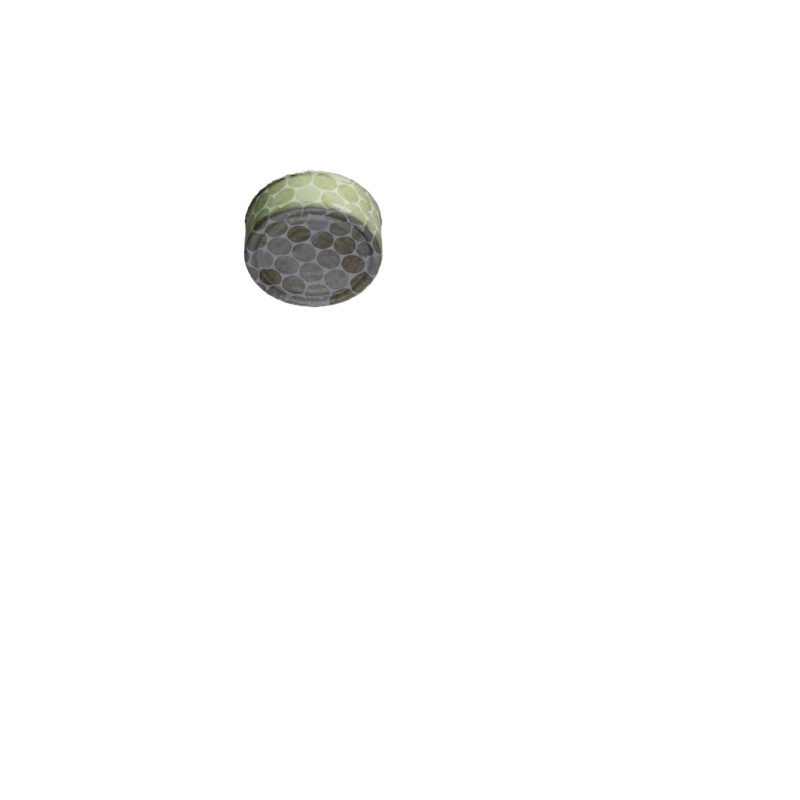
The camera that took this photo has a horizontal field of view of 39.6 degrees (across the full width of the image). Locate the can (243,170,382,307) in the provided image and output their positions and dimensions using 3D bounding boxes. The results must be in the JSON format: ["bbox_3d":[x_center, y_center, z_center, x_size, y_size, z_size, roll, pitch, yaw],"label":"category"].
[{"bbox_3d":[-0.053,-0.097,0.681,0.086,0.036,0.080,1,-44,-1],"label":"can"}]
